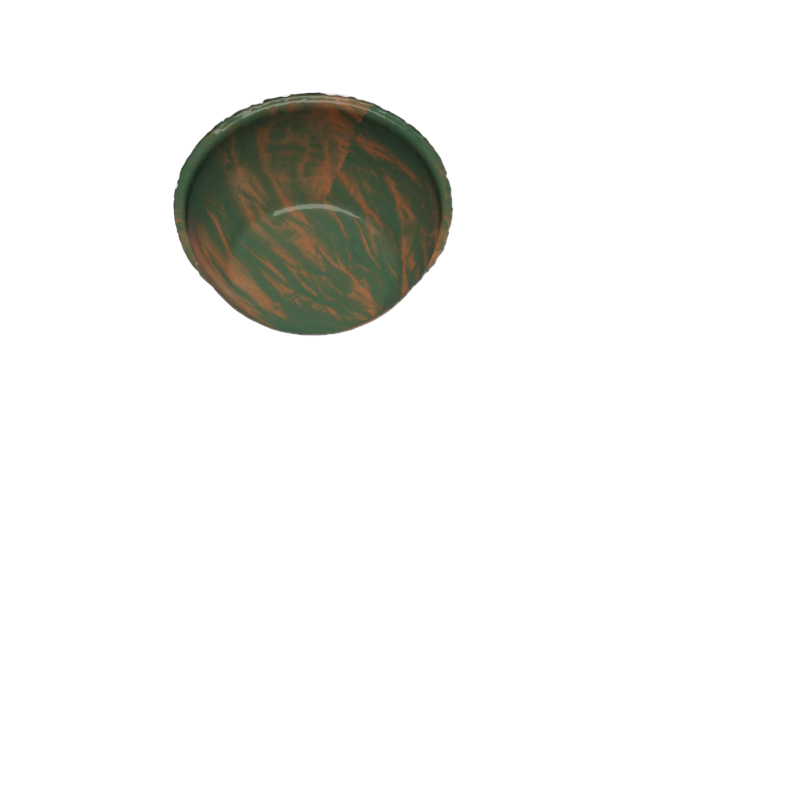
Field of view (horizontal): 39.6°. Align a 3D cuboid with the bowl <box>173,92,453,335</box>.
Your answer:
[{"bbox_3d":[-0.049,-0.089,0.620,0.162,0.151,0.059,1,41,-1],"label":"bowl"}]
